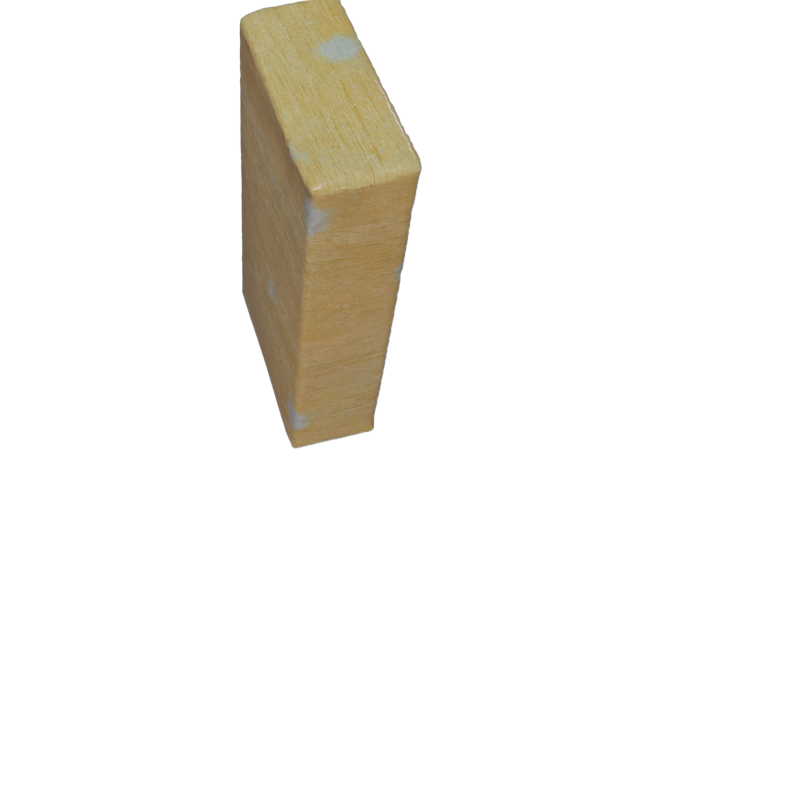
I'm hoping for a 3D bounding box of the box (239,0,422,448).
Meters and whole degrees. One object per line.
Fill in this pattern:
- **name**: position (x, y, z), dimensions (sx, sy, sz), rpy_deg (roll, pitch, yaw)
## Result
- **box**: position (-0.035, -0.064, 0.448), dimensions (0.048, 0.100, 0.165), rpy_deg (-14, -31, -13)
